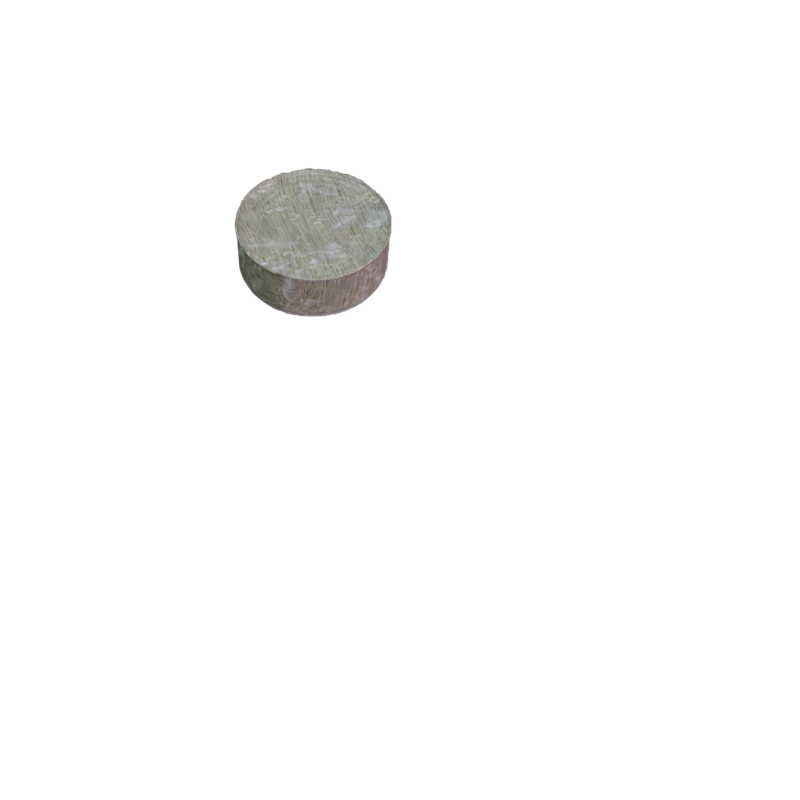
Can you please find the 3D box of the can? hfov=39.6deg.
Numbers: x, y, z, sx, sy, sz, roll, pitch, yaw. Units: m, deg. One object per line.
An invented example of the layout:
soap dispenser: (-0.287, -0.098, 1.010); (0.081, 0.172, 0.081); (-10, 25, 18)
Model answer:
can: (-0.048, -0.088, 0.616); (0.086, 0.092, 0.031); (-1, -40, -1)
